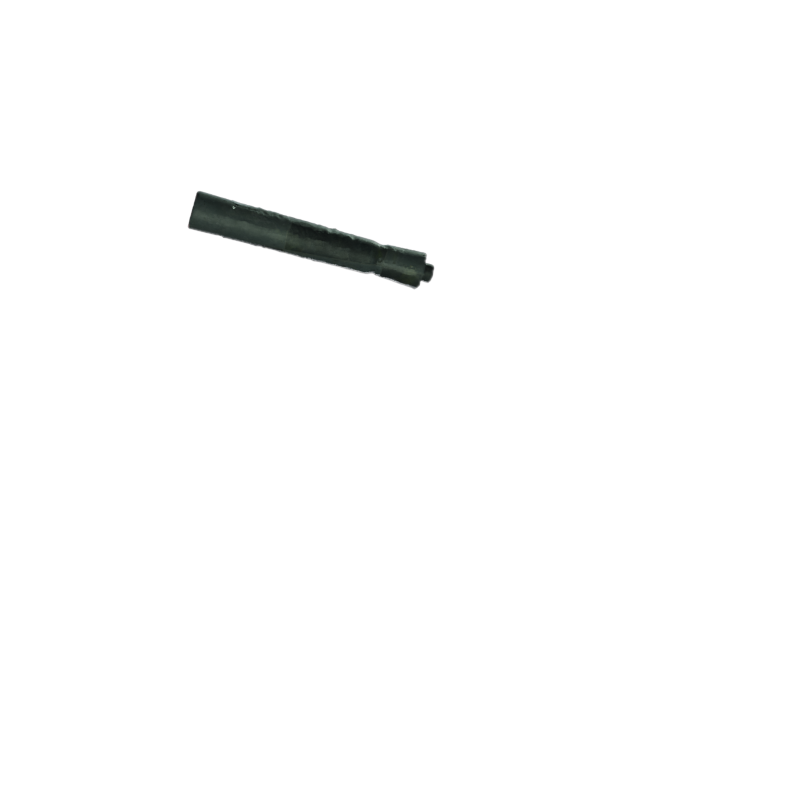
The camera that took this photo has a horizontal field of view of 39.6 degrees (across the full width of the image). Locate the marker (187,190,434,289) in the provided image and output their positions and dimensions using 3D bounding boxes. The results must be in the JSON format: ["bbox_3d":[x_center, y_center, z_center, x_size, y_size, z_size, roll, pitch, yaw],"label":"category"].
[{"bbox_3d":[-0.042,-0.077,0.537,0.119,0.020,0.020,14,2,-6],"label":"marker"}]
